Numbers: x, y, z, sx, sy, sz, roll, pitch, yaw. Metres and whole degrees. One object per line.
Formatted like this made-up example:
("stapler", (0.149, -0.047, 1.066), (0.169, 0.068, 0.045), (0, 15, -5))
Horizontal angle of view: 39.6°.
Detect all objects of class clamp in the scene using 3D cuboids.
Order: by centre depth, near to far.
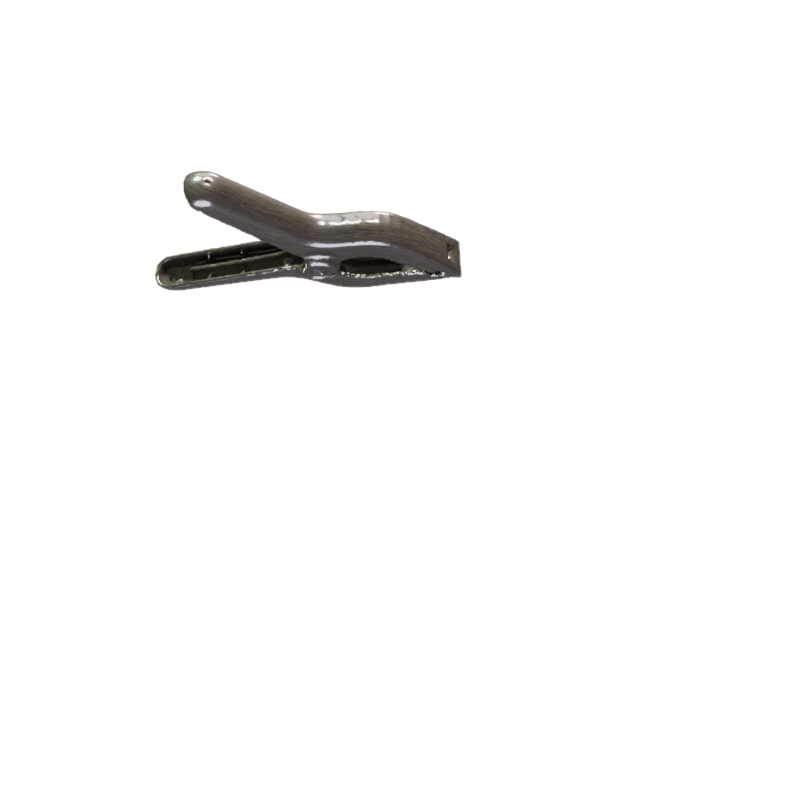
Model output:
("clamp", (-0.058, -0.105, 0.737), (0.208, 0.038, 0.160), (2, -14, -8))
